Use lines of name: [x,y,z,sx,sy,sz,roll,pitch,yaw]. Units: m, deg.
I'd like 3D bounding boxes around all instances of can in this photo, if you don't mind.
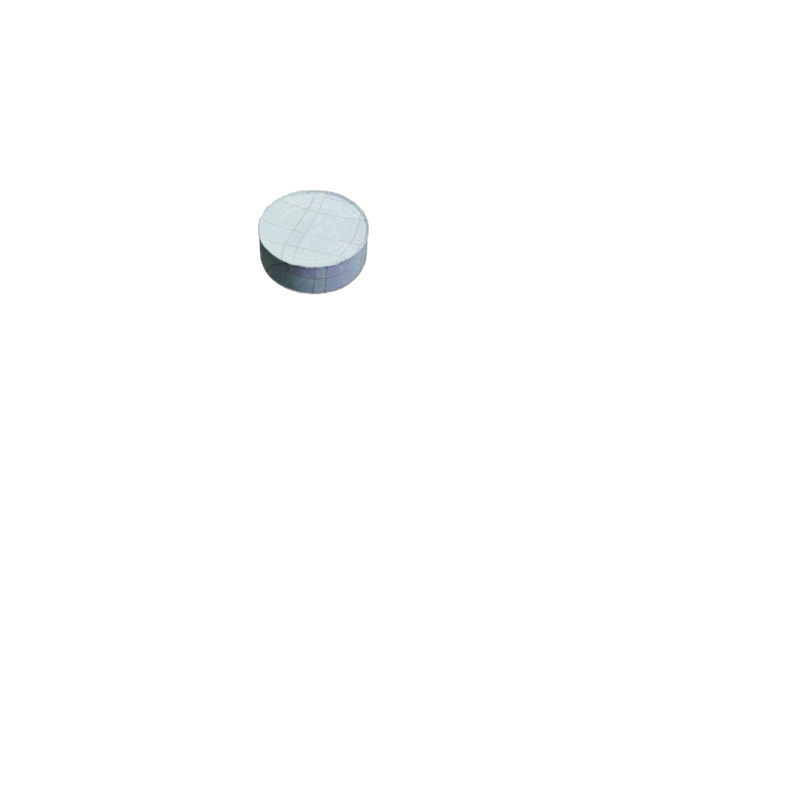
can: [-0.068,-0.124,0.866,0.086,0.092,0.031,-1,-41,-1]
